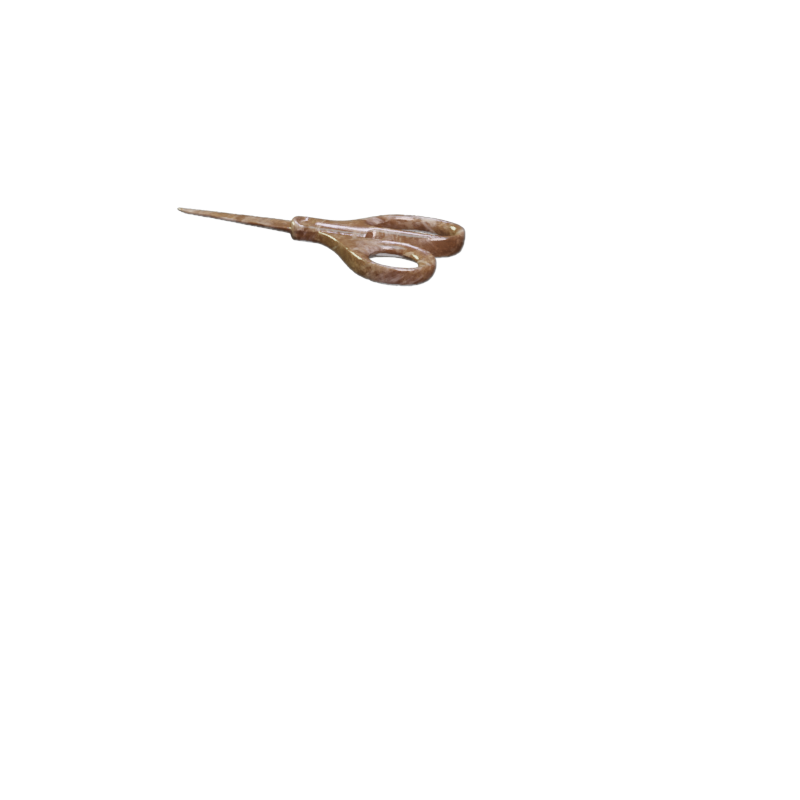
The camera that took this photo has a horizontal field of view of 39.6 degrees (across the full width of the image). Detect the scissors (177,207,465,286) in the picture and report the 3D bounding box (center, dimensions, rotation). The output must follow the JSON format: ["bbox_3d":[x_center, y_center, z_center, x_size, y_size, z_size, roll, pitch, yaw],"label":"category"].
[{"bbox_3d":[-0.058,-0.106,0.739,0.203,0.015,0.101,2,31,4],"label":"scissors"}]
